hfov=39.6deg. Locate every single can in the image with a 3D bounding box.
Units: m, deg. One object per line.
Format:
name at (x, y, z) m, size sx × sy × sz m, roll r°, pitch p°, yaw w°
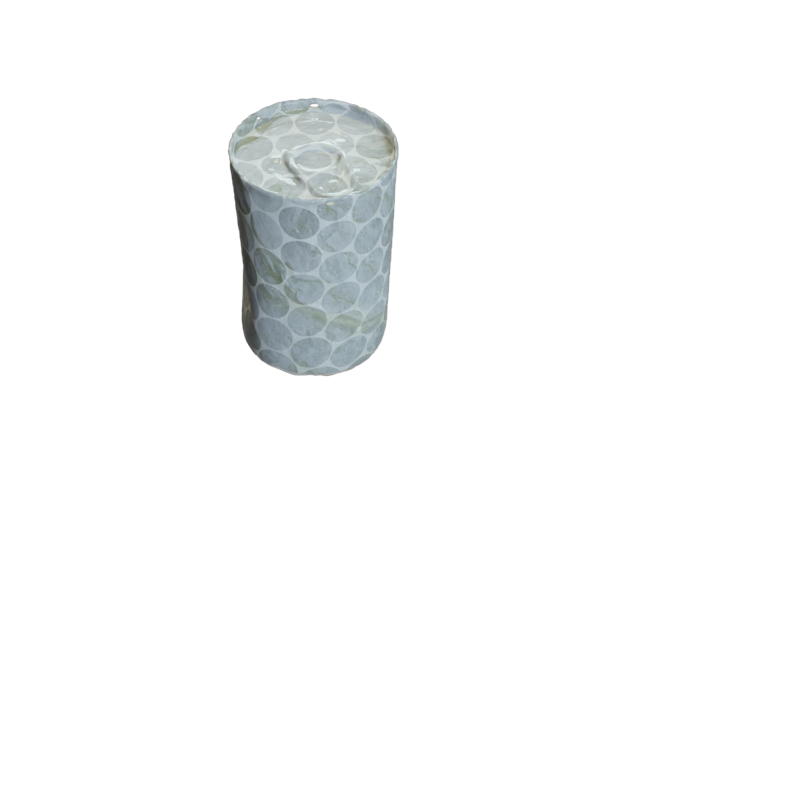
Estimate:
can at (-0.037, -0.068, 0.473) m, size 0.068 × 0.095 × 0.074 m, roll 0°, pitch 45°, yaw -3°
